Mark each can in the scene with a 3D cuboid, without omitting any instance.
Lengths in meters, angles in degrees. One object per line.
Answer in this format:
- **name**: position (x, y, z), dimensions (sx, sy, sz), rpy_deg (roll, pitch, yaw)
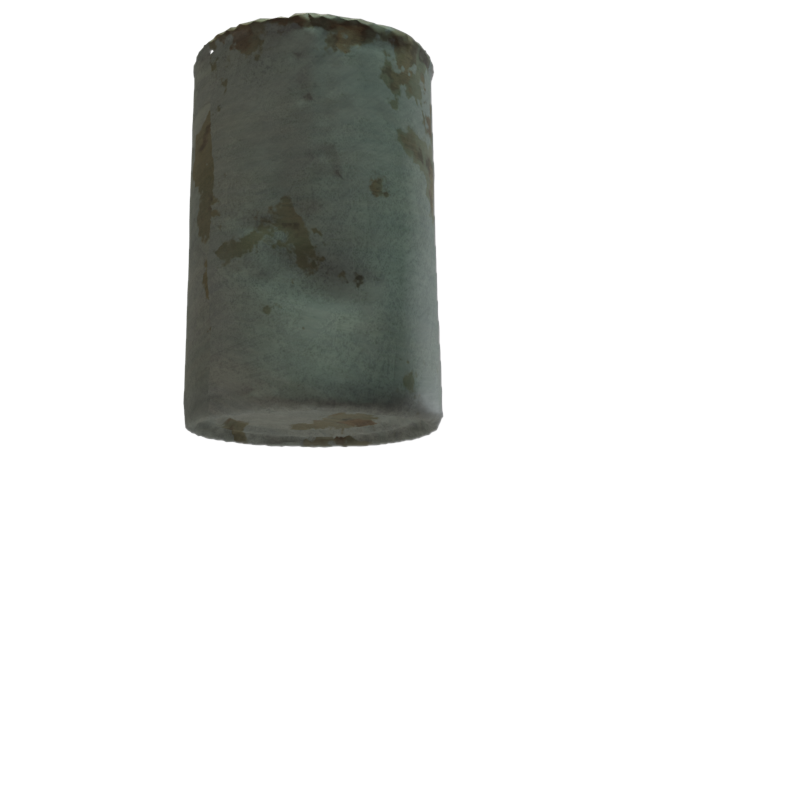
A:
- **can**: position (-0.023, -0.043, 0.299), dimensions (0.068, 0.106, 0.066), rpy_deg (0, -15, -2)
